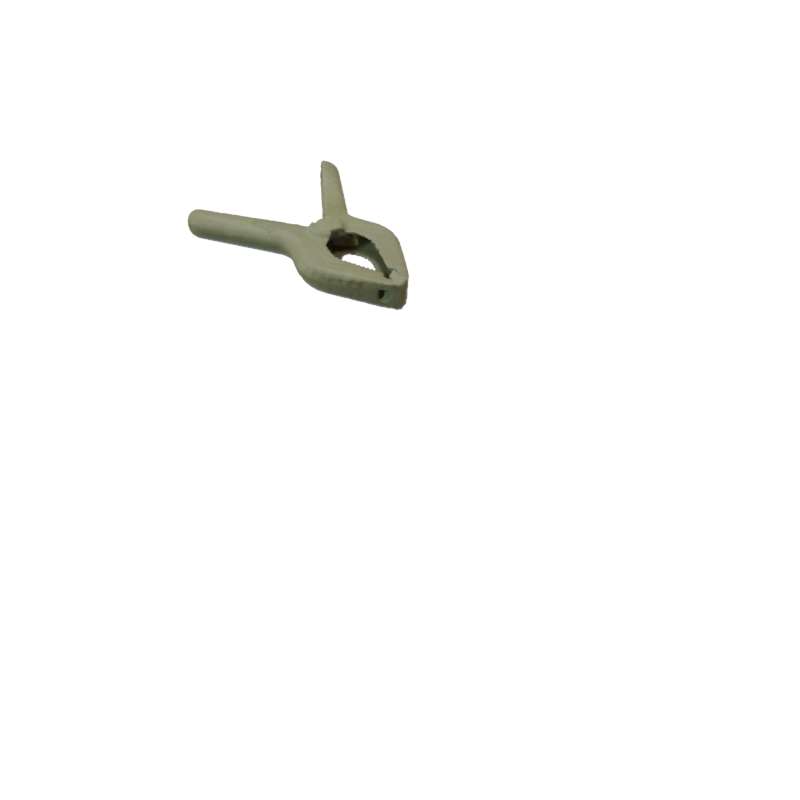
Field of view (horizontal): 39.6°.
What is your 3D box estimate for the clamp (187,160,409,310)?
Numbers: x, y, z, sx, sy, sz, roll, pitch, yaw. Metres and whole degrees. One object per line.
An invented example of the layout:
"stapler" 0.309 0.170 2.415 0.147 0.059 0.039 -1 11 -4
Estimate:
"clamp" -0.076 -0.138 0.966 0.163 0.034 0.227 -23 45 -25
